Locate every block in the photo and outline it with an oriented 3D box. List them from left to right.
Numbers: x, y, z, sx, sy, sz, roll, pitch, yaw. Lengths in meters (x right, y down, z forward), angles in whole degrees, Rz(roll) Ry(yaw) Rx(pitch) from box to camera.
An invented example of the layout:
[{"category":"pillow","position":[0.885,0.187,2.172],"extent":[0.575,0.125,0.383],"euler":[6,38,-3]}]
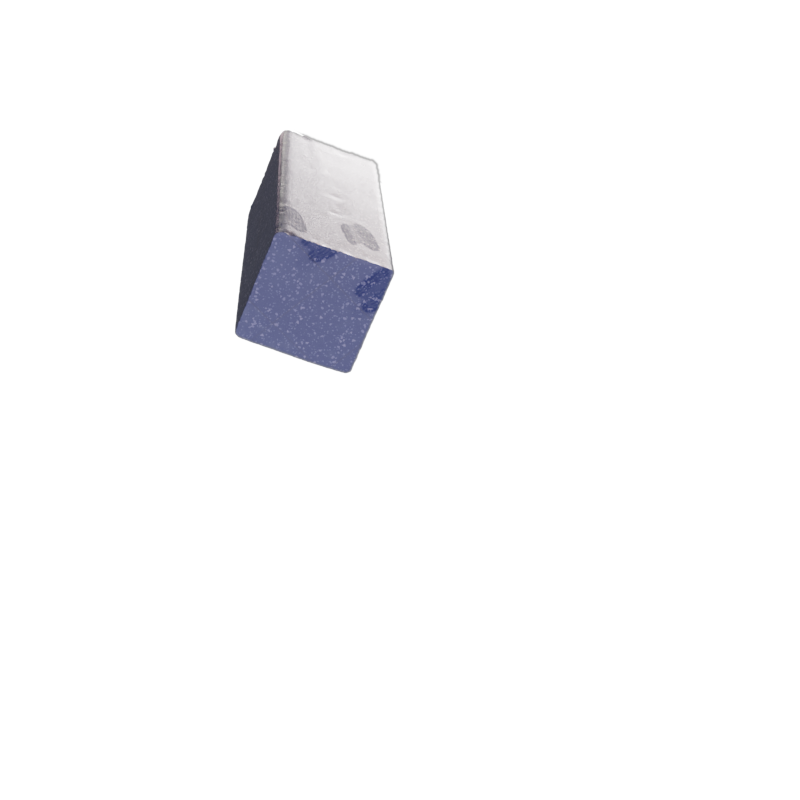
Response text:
[{"category":"block","position":[-0.068,-0.123,0.860],"extent":[0.088,0.087,0.219],"euler":[18,28,-14]}]
